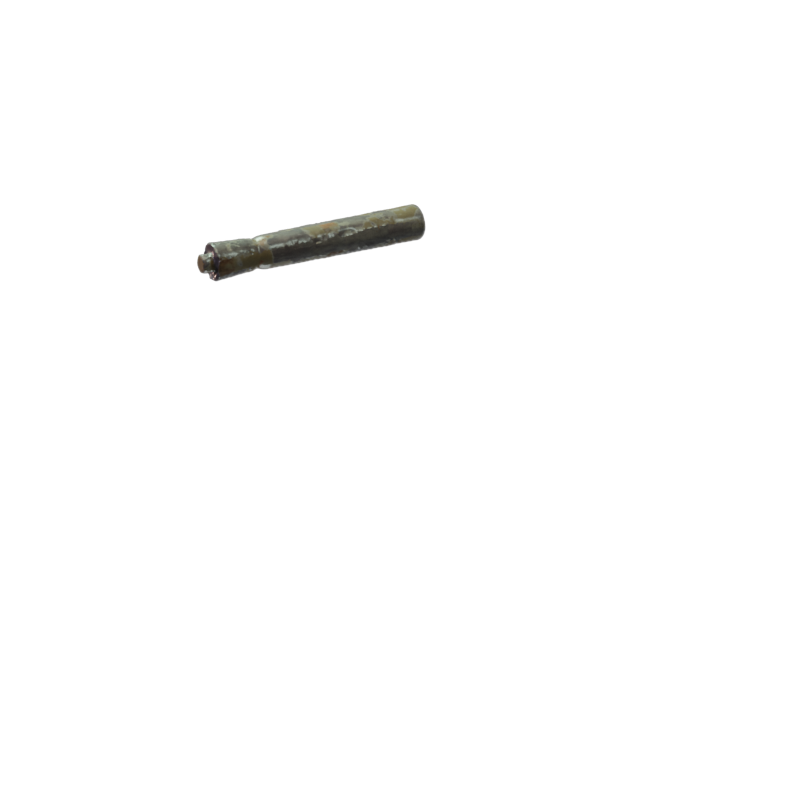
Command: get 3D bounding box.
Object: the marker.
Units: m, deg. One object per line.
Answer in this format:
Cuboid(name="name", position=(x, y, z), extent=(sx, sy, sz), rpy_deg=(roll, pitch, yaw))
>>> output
Cuboid(name="marker", position=(-0.043, -0.078, 0.548), extent=(0.119, 0.019, 0.020), rpy_deg=(-15, 11, -26))
